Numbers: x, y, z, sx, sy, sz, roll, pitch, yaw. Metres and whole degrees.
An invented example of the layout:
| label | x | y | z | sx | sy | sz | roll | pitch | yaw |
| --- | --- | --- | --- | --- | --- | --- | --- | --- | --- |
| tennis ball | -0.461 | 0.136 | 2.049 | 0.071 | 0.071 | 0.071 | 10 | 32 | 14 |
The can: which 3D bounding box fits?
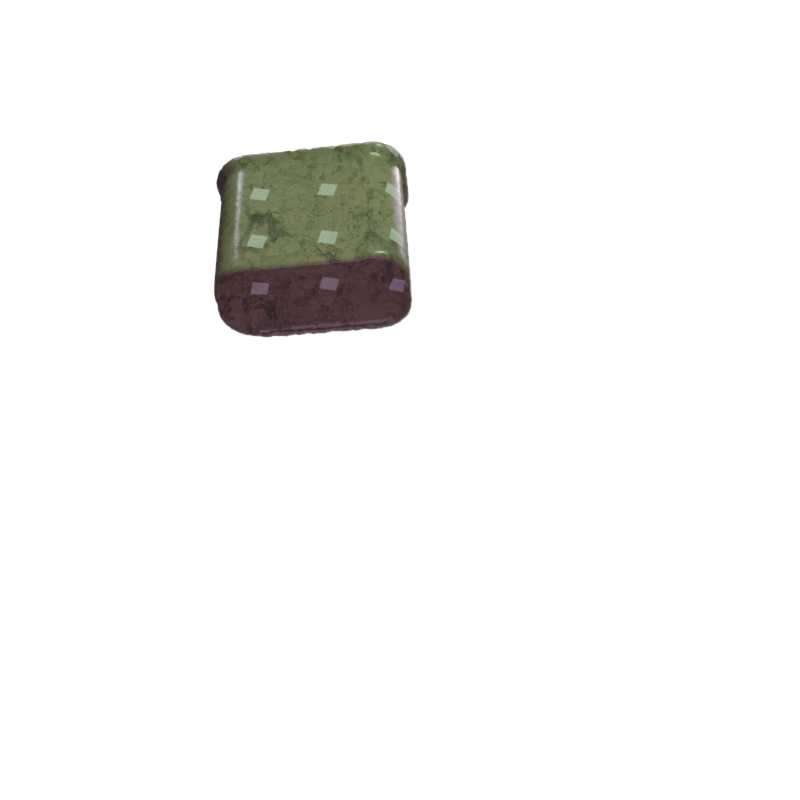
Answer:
| label | x | y | z | sx | sy | sz | roll | pitch | yaw |
| --- | --- | --- | --- | --- | --- | --- | --- | --- | --- |
| can | -0.045 | -0.081 | 0.570 | 0.102 | 0.090 | 0.053 | -5 | -42 | 4 |
